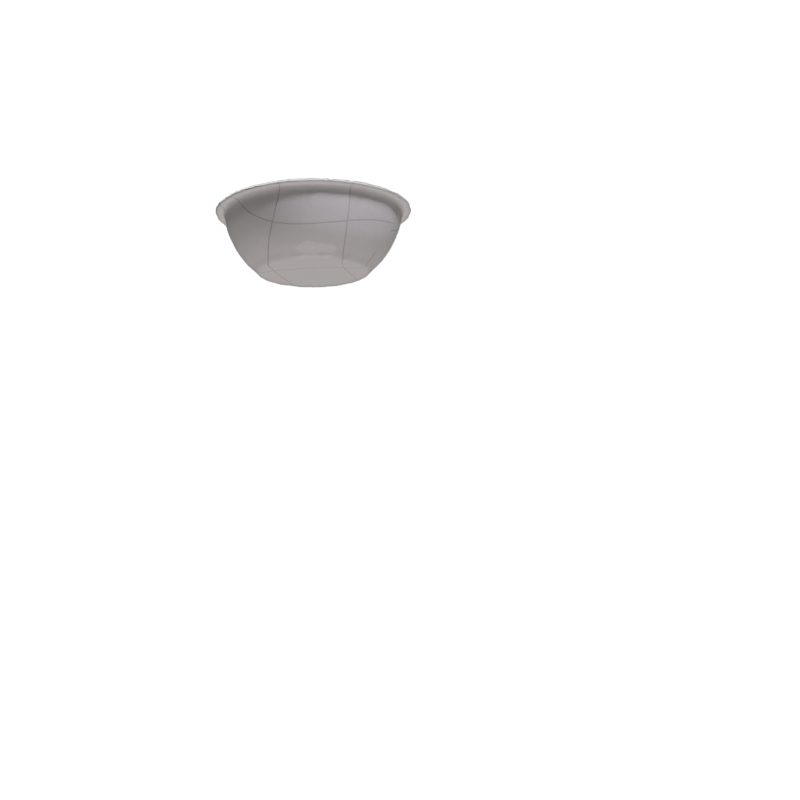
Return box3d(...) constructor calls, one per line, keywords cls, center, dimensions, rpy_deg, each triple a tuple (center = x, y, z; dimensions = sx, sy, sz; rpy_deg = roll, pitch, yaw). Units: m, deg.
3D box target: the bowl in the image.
box3d(cls="bowl", center=(-0.071, -0.130, 0.912), dimensions=(0.162, 0.057, 0.157), rpy_deg=(0, -10, -2))
